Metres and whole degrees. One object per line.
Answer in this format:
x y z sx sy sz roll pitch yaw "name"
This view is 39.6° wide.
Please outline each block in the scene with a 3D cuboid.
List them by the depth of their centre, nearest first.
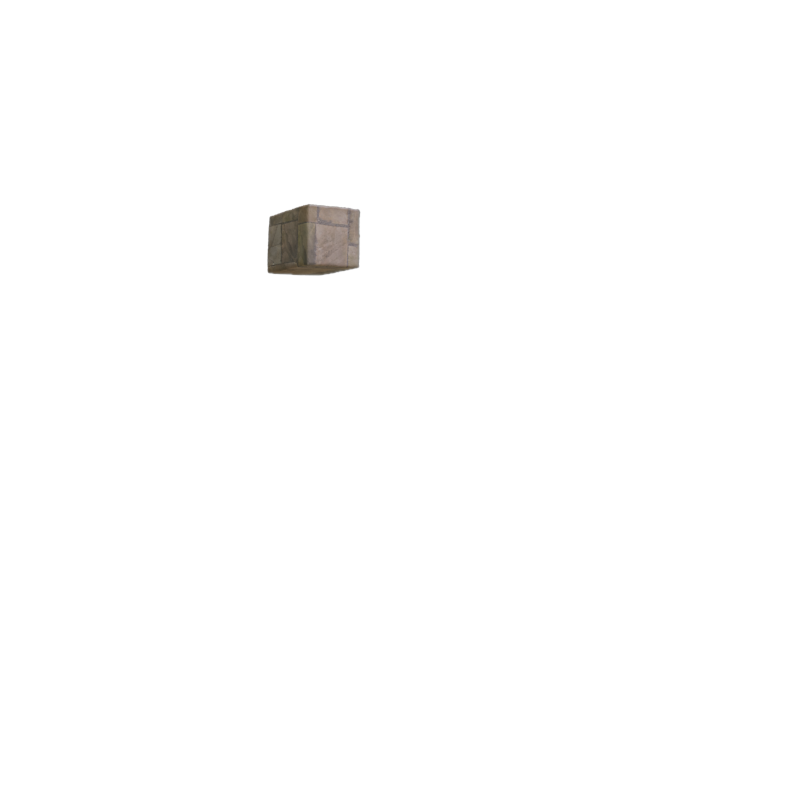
-0.075 -0.137 0.961 0.051 0.052 0.080 2 -3 -31 "block"
